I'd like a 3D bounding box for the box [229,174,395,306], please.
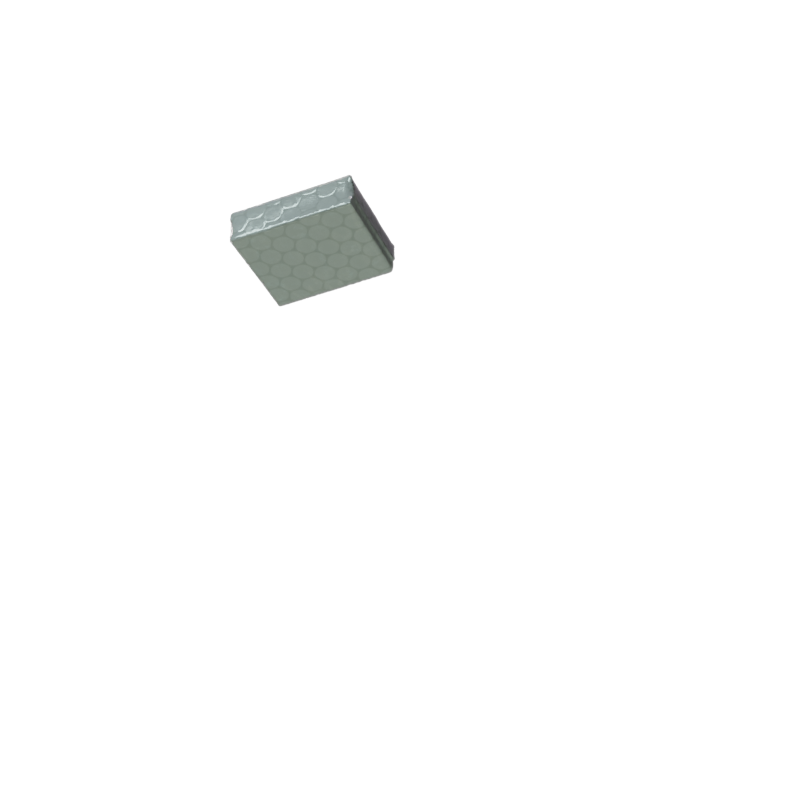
[{"bbox_3d":[-0.058,-0.105,0.738,0.090,0.032,0.067,-16,-41,18],"label":"box"}]
